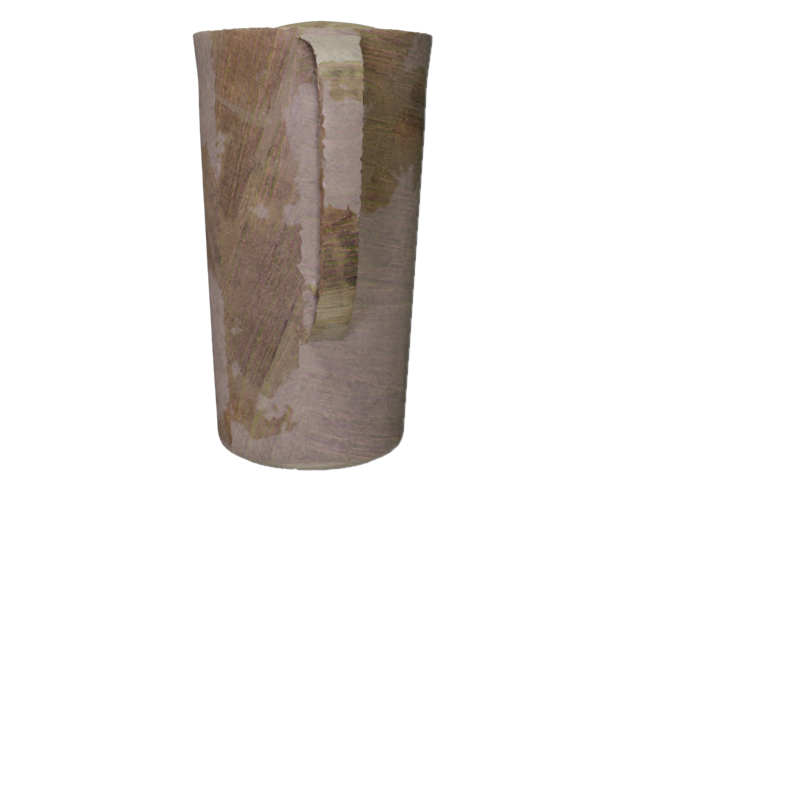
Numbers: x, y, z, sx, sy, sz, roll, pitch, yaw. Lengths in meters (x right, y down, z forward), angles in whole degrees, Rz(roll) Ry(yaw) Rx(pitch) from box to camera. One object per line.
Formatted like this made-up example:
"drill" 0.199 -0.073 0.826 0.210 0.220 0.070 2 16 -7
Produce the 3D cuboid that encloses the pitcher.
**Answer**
"pitcher" -0.048 -0.088 0.619 0.151 0.239 0.146 6 10 33
